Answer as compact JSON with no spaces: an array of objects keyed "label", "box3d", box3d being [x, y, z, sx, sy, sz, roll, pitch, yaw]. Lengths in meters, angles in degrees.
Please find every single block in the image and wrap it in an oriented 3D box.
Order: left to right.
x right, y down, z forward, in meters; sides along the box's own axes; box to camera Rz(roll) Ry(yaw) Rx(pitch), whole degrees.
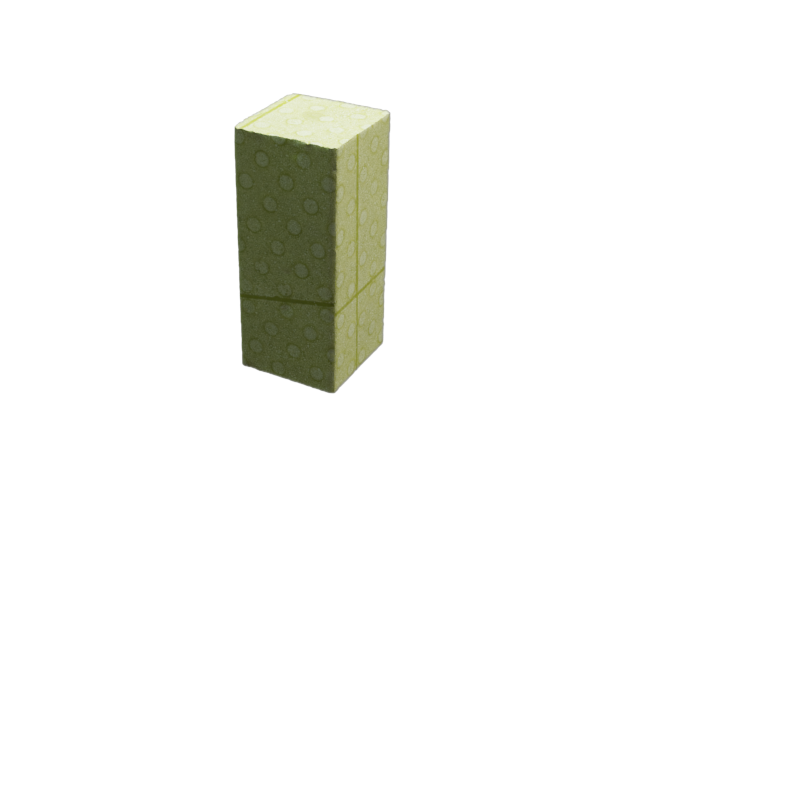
[{"label":"block","box3d":[-0.069,-0.125,0.871,0.094,0.194,0.092,16,32,22]}]
